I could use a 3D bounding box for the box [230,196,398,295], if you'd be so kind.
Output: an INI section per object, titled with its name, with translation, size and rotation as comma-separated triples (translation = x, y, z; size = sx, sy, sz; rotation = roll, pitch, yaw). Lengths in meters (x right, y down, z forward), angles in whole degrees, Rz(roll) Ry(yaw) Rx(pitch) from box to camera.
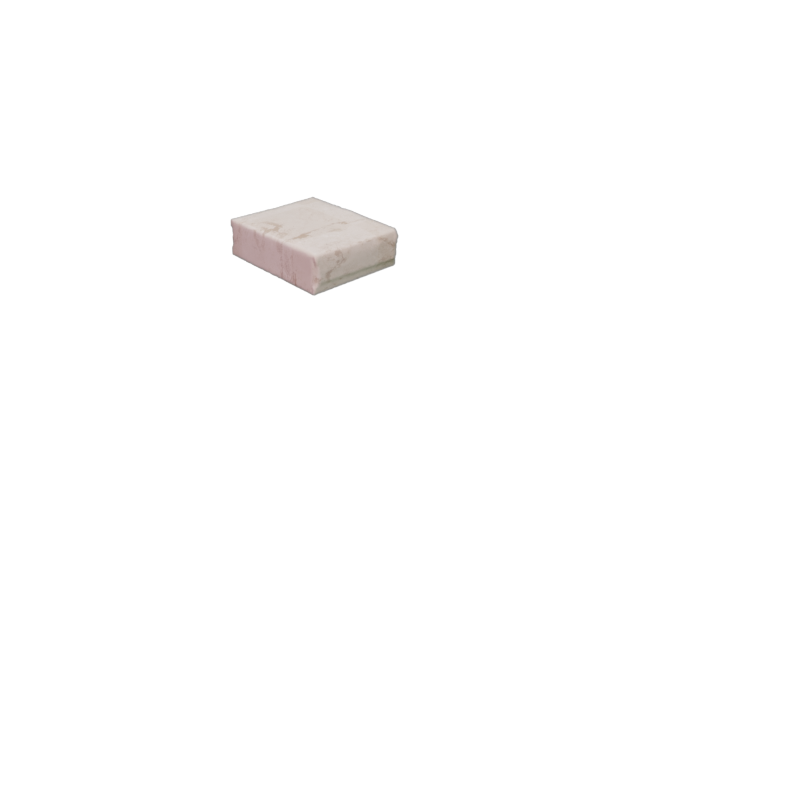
[box]
translation = -0.058, -0.105, 0.738
size = 0.072, 0.029, 0.095
rotation = -22, 35, -37
